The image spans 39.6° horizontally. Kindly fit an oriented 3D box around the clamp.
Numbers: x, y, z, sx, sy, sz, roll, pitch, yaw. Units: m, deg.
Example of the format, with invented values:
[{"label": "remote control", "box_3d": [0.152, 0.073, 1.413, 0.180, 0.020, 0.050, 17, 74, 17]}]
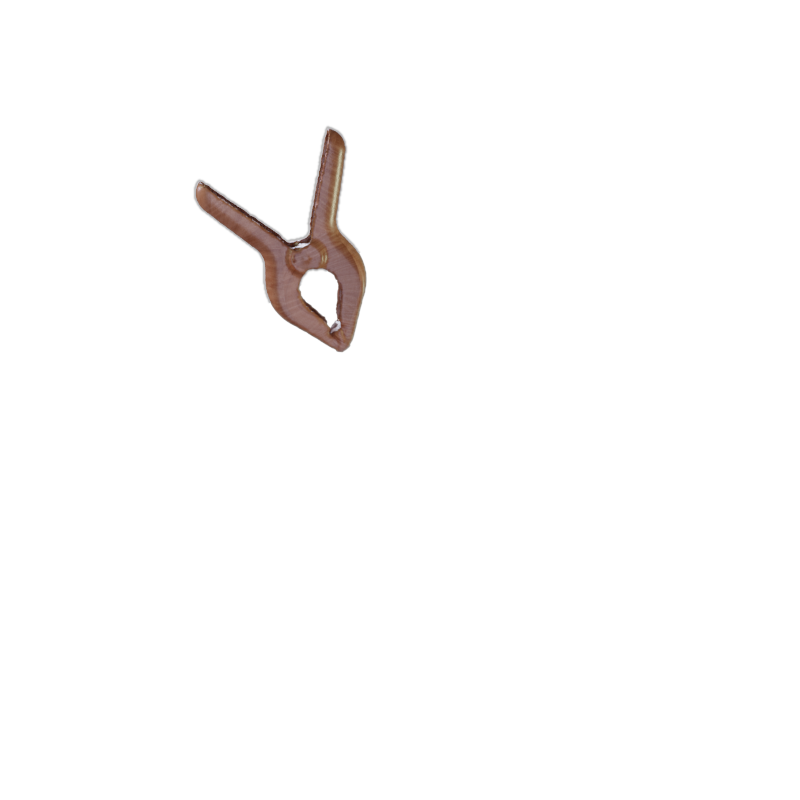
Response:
[{"label": "clamp", "box_3d": [-0.067, -0.123, 0.858, 0.120, 0.164, 0.041, -29, 16, 9]}]
